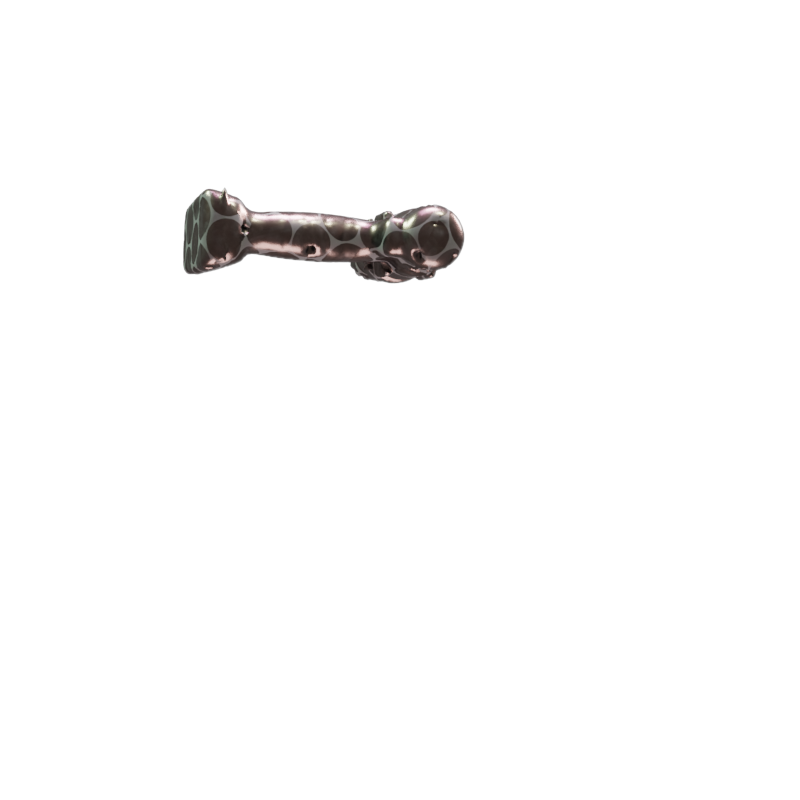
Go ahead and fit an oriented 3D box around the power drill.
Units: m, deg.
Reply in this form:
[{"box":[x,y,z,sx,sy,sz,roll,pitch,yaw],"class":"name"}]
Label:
[{"box":[-0.065,-0.119,0.830,0.184,0.058,0.186,0,0,-16],"class":"power drill"}]
